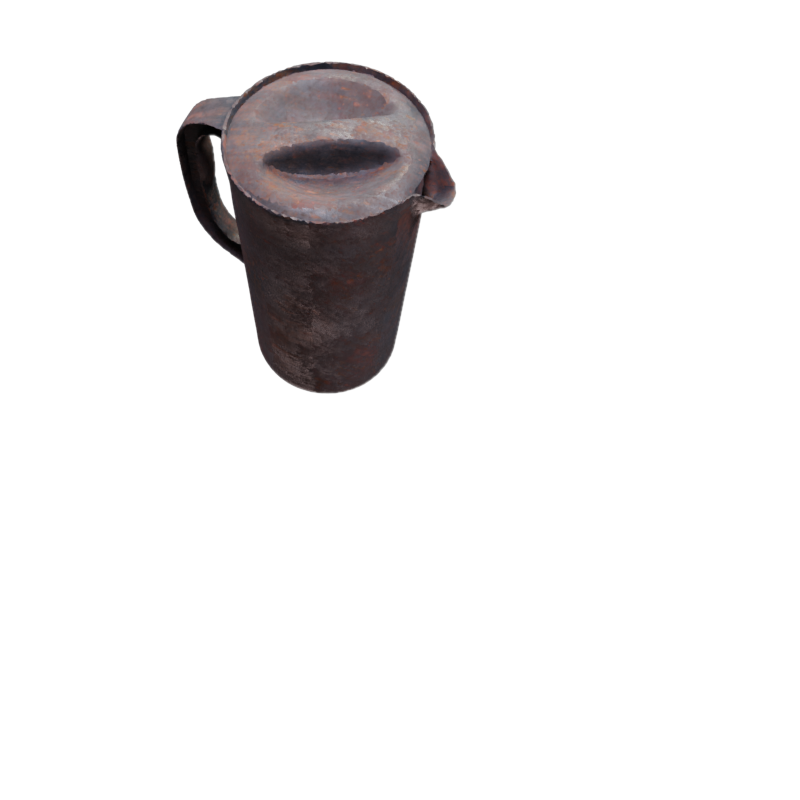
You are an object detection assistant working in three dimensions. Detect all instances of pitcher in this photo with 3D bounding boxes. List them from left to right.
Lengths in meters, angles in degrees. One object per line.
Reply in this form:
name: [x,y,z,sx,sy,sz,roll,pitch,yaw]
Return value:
pitcher: [-0.061,-0.111,0.775,0.144,0.160,0.228,-20,-29,-15]
